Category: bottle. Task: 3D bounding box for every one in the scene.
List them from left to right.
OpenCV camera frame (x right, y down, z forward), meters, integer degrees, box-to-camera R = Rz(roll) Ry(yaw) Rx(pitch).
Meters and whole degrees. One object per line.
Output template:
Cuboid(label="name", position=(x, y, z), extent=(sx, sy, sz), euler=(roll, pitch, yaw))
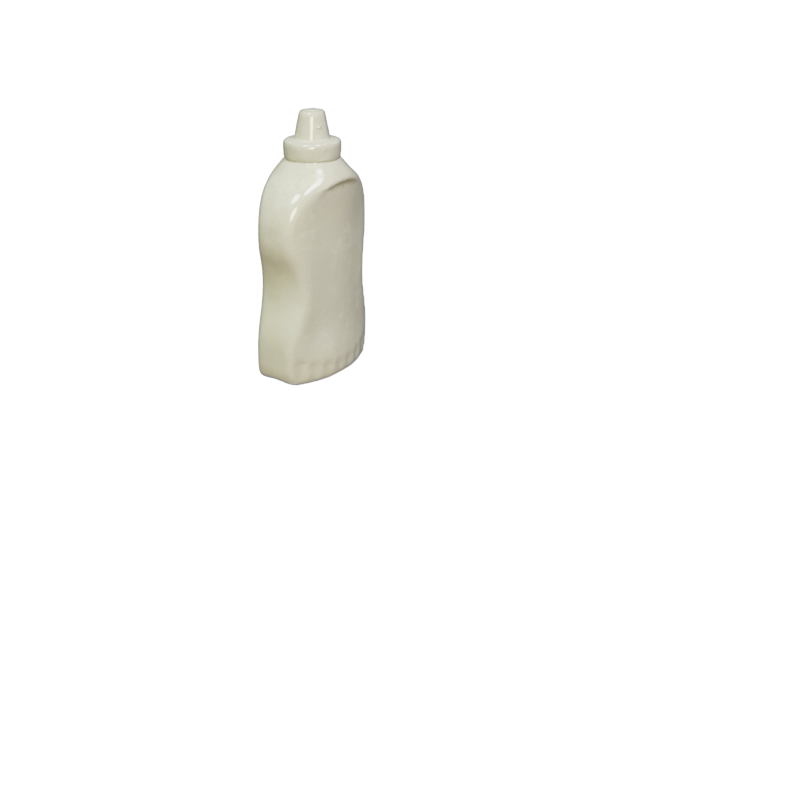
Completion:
Cuboid(label="bottle", position=(-0.063, -0.114, 0.800), extent=(0.061, 0.184, 0.095), euler=(14, 23, 33))
